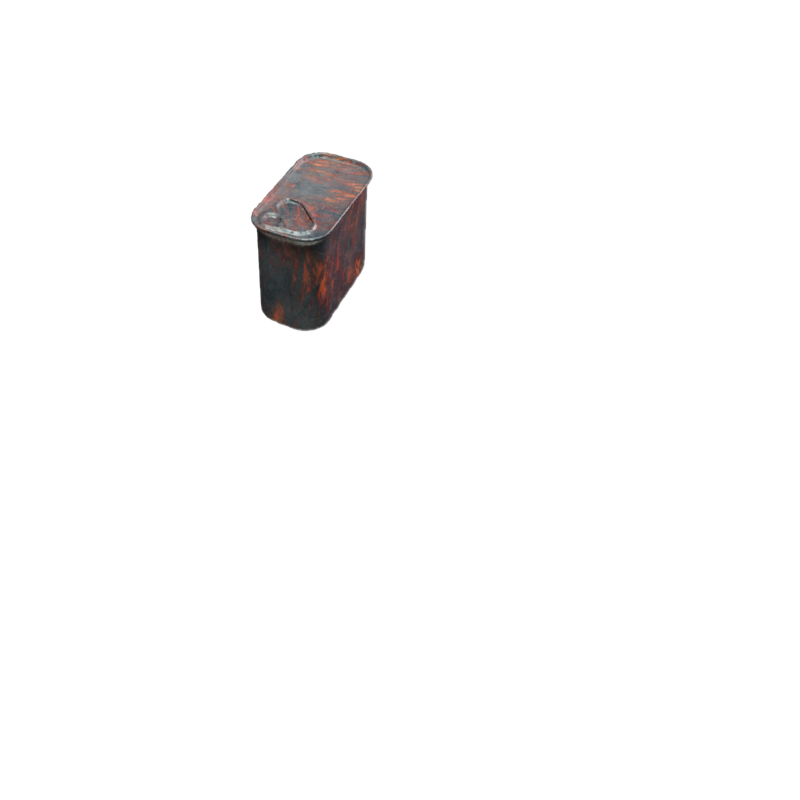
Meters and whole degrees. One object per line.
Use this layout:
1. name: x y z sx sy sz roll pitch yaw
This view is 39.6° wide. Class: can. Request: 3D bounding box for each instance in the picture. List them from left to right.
1. can: -0.061 -0.111 0.779 0.059 0.078 0.106 16 44 15
